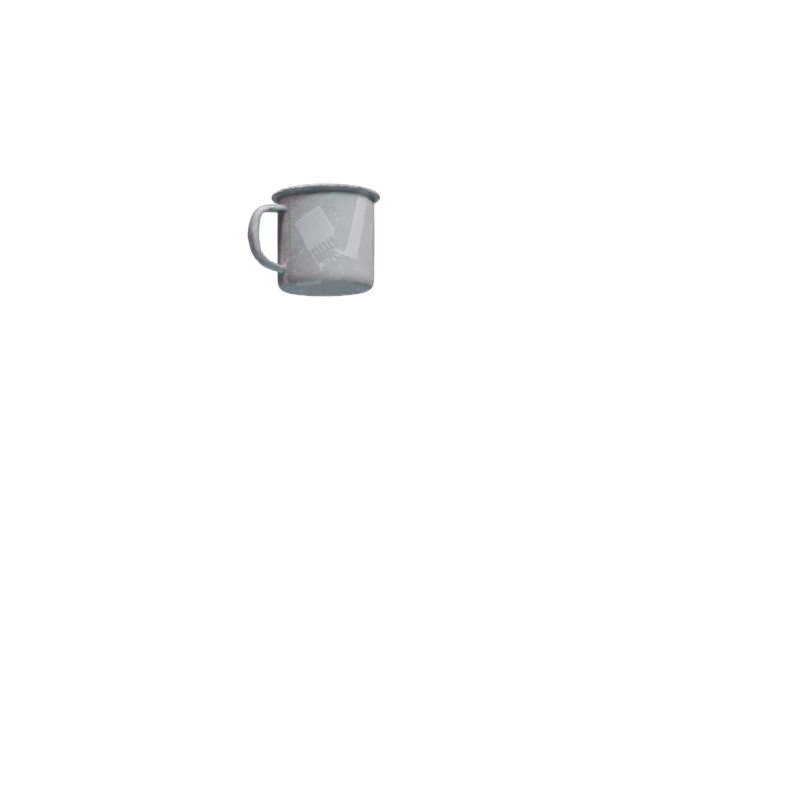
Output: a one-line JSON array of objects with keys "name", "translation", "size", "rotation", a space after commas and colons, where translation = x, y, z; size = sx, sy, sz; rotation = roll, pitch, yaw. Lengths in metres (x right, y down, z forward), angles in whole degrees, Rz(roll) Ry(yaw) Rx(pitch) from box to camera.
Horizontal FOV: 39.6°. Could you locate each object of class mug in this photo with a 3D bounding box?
[{"name": "mug", "translation": [-0.073, -0.133, 0.932], "size": [0.113, 0.083, 0.095], "rotation": [3, -8, -31]}]
